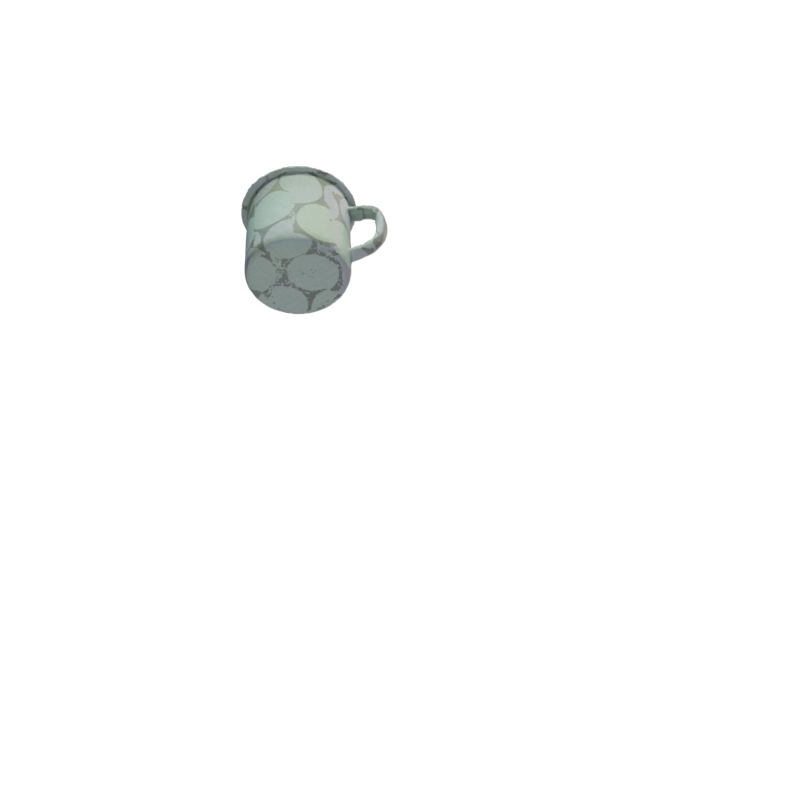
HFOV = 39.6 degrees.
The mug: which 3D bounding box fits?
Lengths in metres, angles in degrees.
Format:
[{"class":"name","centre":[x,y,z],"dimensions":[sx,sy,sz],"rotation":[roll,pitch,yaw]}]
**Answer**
[{"class":"mug","centre":[-0.068,-0.123,0.863],"dimensions":[0.118,0.086,0.087],"rotation":[-8,44,6]}]
